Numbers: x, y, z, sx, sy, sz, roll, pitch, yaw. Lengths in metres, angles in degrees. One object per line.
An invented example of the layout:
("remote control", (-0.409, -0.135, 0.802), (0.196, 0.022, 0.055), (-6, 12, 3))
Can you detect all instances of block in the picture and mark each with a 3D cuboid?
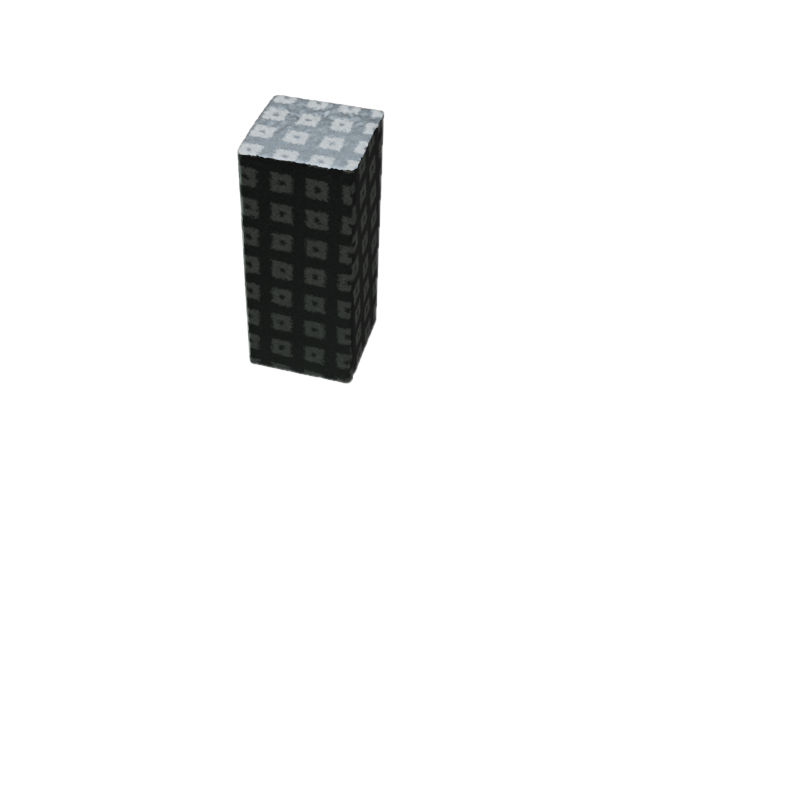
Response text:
("block", (-0.069, -0.124, 0.874), (0.093, 0.192, 0.095), (12, 41, 10))
